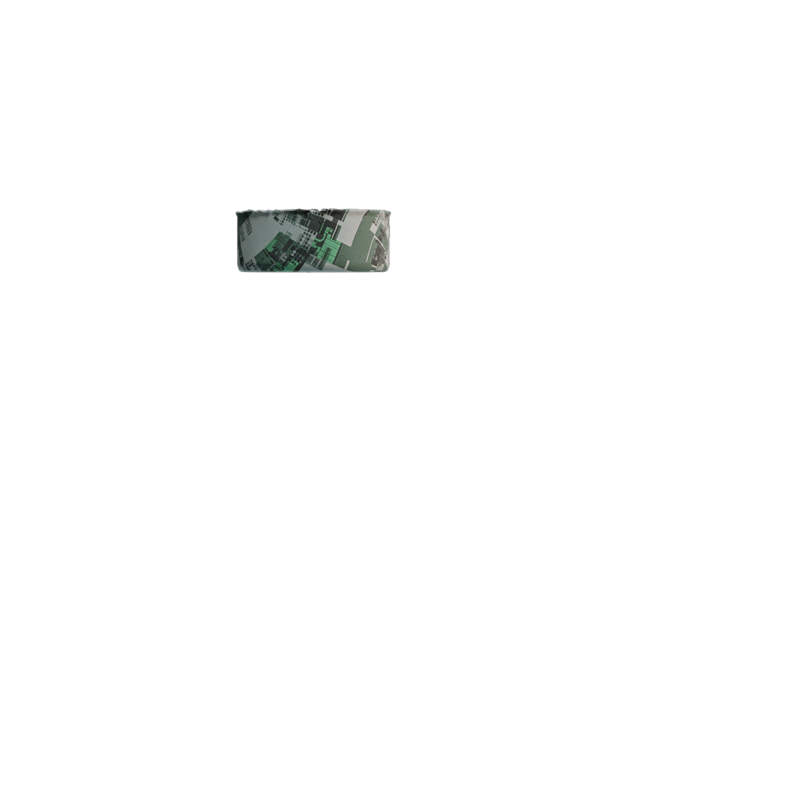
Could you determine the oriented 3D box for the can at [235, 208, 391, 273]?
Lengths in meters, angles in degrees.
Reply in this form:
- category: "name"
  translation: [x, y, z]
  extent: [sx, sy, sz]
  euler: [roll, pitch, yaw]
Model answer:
- category: "can"
  translation: [-0.048, -0.087, 0.612]
  extent: [0.086, 0.033, 0.087]
  euler: [0, 6, -2]
